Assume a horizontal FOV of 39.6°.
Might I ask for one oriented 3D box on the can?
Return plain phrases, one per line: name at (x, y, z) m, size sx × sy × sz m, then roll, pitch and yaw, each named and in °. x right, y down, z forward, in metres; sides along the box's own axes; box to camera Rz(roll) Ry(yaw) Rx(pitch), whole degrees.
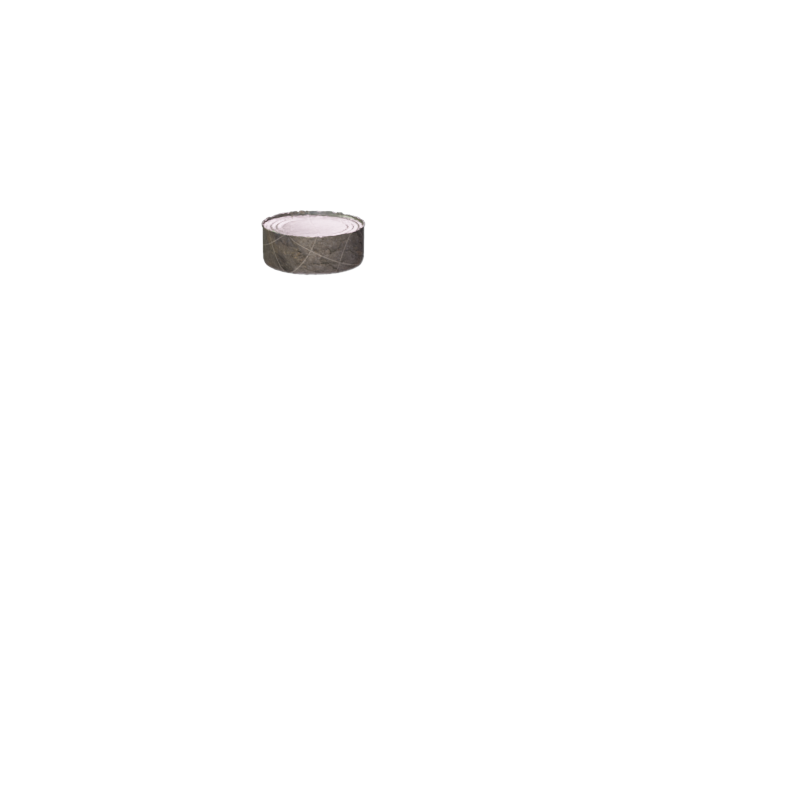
can at (-0.072, -0.132, 0.921) m, size 0.086 × 0.032 × 0.090 m, roll -1°, pitch 22°, yaw -2°
